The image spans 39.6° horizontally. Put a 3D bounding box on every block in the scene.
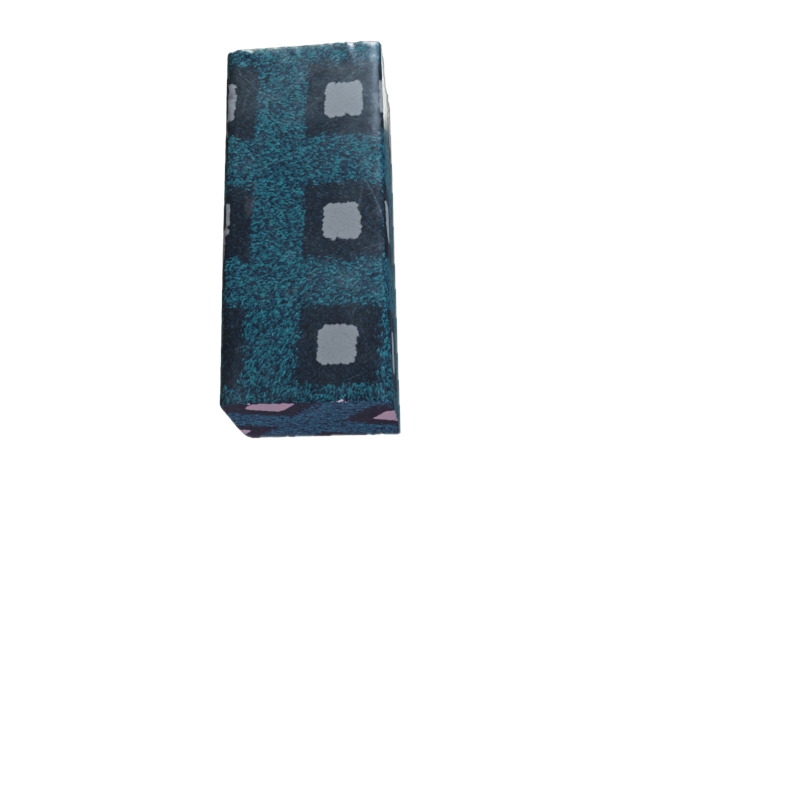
[{"bbox_3d":[-0.050,-0.090,0.631,0.091,0.216,0.086,-3,-19,4],"label":"block"}]
